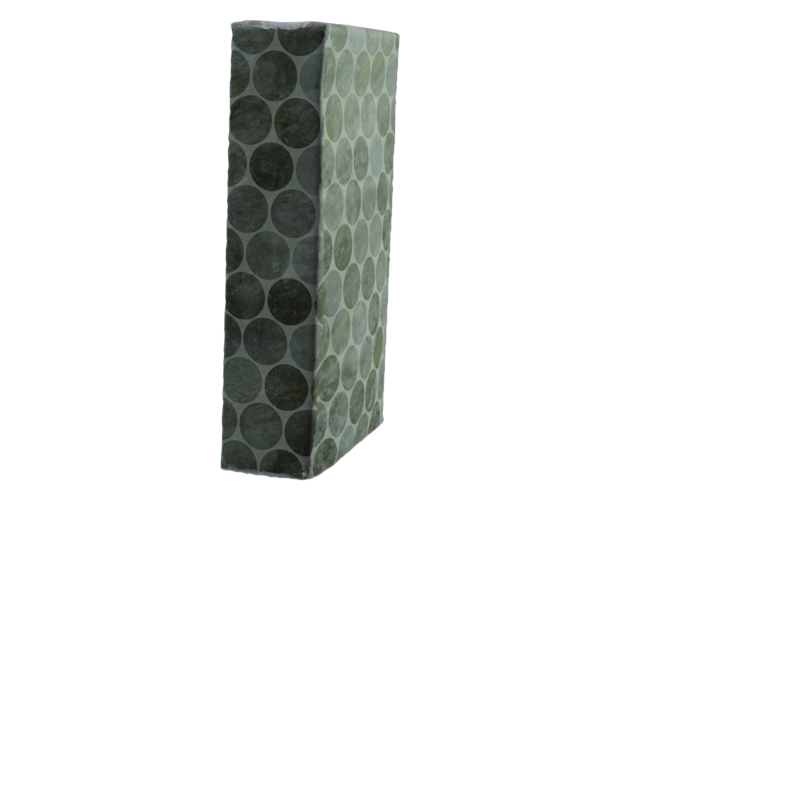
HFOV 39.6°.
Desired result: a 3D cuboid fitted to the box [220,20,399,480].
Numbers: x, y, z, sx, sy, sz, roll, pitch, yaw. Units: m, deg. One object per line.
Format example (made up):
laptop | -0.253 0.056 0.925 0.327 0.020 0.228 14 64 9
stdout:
box | -0.036 -0.066 0.459 0.049 0.173 0.093 3 10 18
